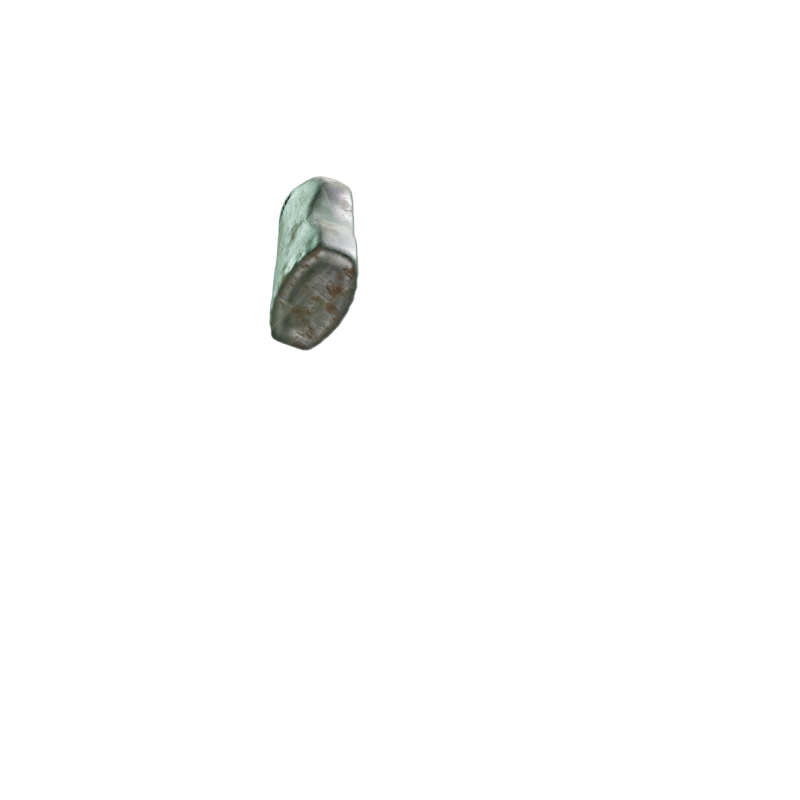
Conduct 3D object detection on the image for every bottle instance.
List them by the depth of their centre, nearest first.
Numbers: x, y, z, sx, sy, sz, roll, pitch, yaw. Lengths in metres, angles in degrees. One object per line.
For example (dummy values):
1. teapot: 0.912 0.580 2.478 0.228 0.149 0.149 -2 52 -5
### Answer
1. bottle: -0.071 -0.130 0.913 0.057 0.092 0.204 19 30 -16
